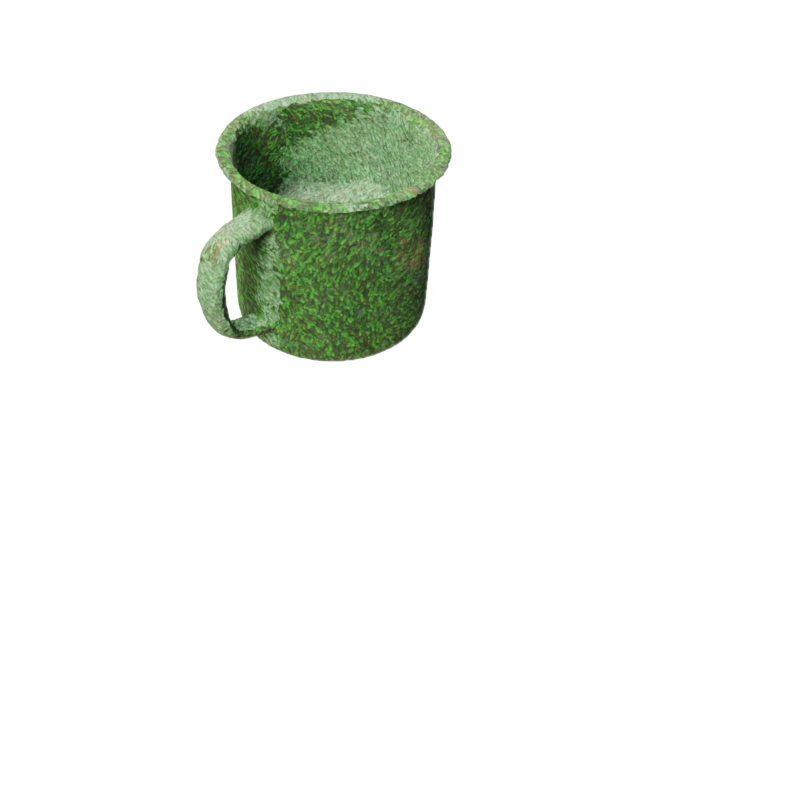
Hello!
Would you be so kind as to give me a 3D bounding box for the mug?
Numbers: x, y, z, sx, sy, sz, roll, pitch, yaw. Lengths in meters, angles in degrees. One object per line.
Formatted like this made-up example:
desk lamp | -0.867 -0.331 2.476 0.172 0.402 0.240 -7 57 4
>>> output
mug | -0.035 -0.065 0.452 0.099 0.076 0.118 27 46 29
